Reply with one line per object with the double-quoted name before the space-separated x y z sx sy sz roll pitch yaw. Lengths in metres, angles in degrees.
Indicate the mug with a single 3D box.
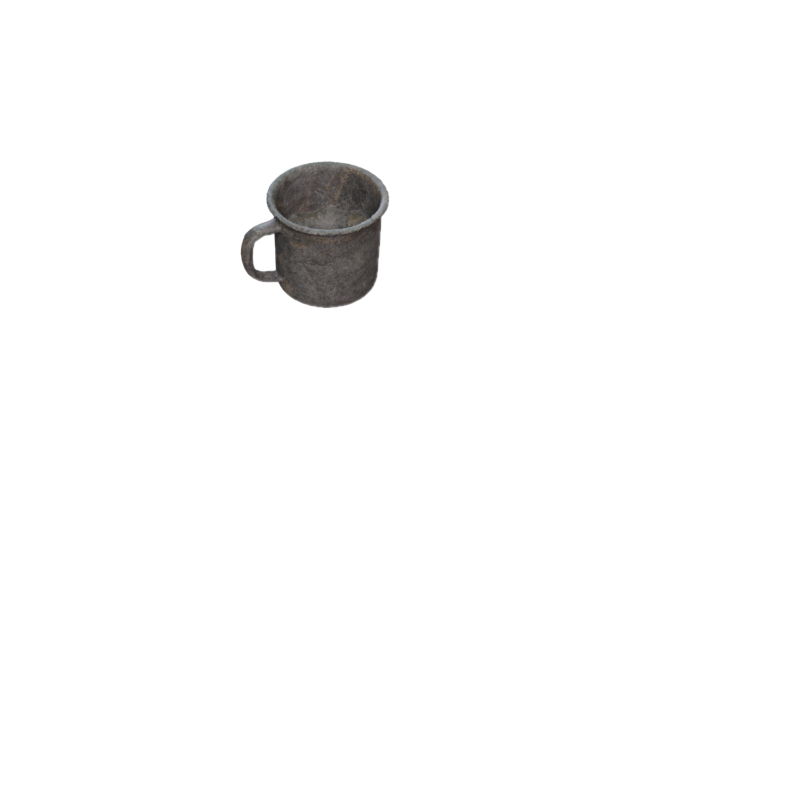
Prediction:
"mug" -0.067 -0.122 0.857 0.116 0.076 0.101 -19 46 -21
